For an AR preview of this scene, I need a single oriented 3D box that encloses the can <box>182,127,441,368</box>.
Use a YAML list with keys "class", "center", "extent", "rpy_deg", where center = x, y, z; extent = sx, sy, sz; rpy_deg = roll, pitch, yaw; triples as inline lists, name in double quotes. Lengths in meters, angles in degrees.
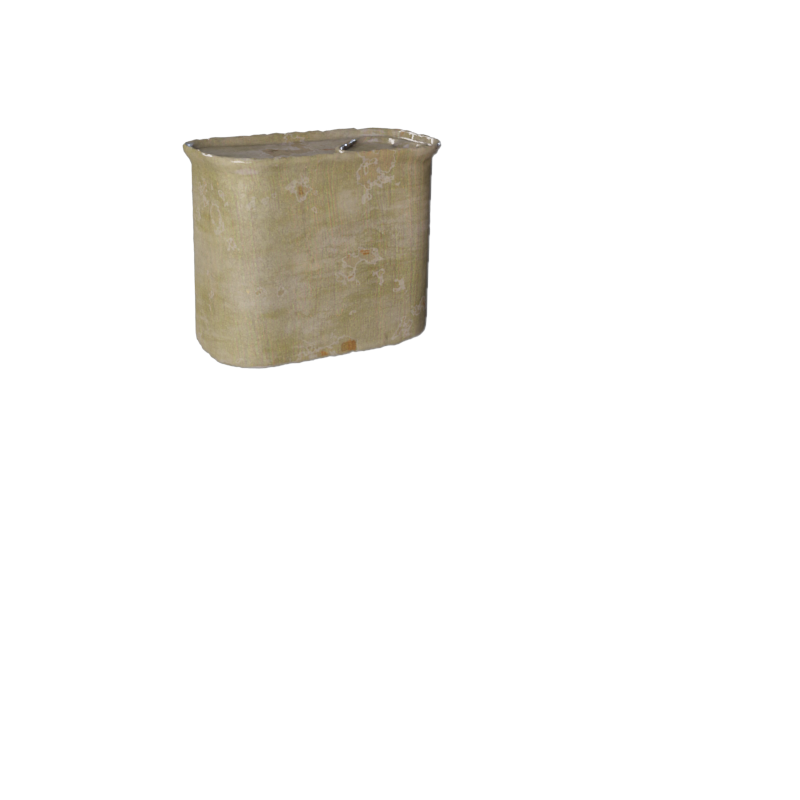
- class: "can"
  center: [-0.036, -0.065, 0.455]
  extent: [0.100, 0.081, 0.061]
  rpy_deg: [-9, 20, -27]
